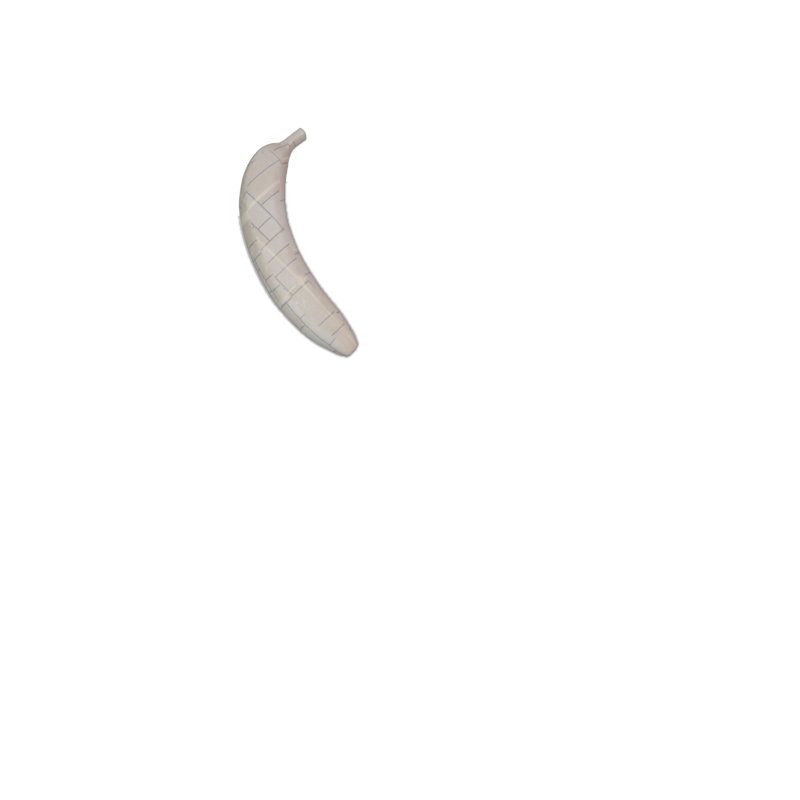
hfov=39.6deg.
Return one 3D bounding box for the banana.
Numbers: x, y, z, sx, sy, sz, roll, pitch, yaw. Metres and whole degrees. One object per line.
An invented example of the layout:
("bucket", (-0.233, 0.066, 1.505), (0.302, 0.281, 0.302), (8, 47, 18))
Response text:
("banana", (-0.087, -0.125, 0.876), (0.069, 0.207, 0.035), (-12, -17, -4))
